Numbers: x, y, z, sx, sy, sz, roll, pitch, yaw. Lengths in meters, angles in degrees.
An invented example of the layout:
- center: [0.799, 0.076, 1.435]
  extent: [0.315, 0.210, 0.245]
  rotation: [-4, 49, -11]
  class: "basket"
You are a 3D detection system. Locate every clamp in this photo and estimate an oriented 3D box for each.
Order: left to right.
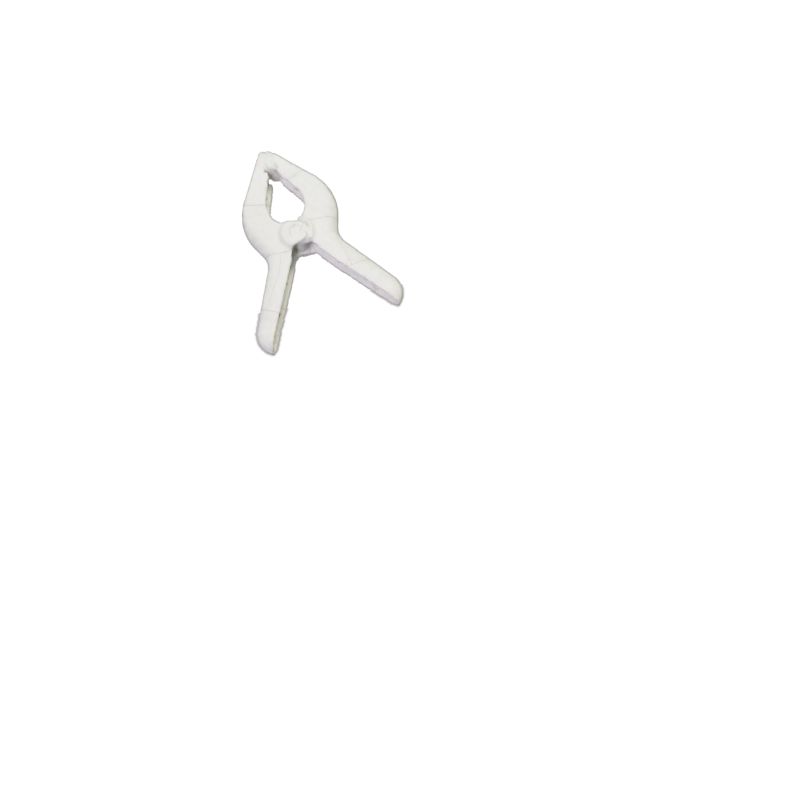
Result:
- center: [-0.070, -0.128, 0.899]
  extent: [0.119, 0.181, 0.037]
  rotation: [-12, -20, -5]
  class: "clamp"
